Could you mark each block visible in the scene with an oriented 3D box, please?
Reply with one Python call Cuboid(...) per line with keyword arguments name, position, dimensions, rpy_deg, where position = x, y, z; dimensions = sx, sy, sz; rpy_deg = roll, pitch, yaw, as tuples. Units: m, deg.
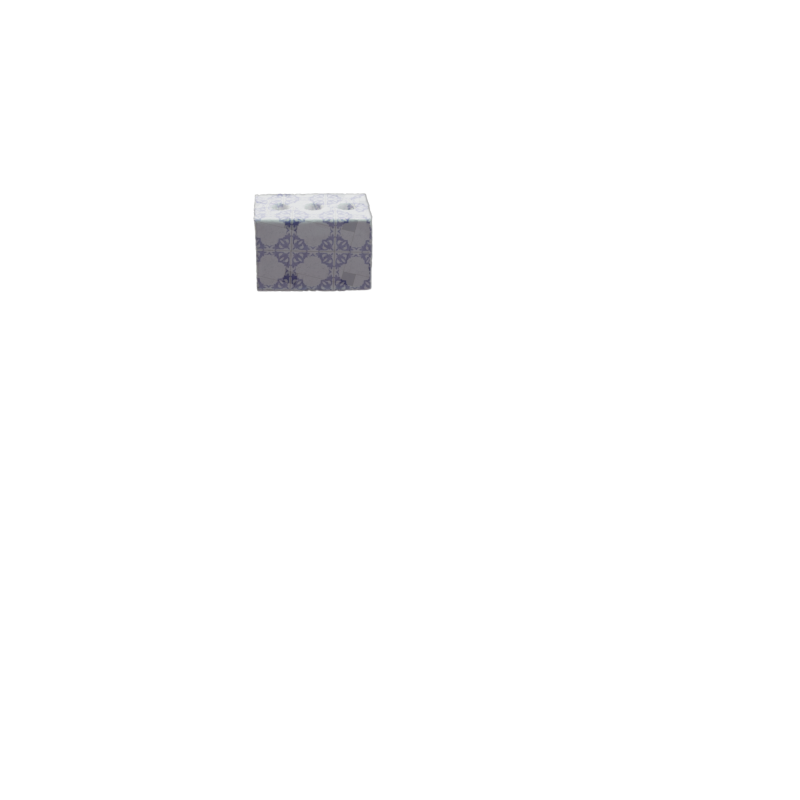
Cuboid(name="block", position=(-0.058, -0.105, 0.735), dimensions=(0.078, 0.049, 0.056), rpy_deg=(-1, 24, -3))
